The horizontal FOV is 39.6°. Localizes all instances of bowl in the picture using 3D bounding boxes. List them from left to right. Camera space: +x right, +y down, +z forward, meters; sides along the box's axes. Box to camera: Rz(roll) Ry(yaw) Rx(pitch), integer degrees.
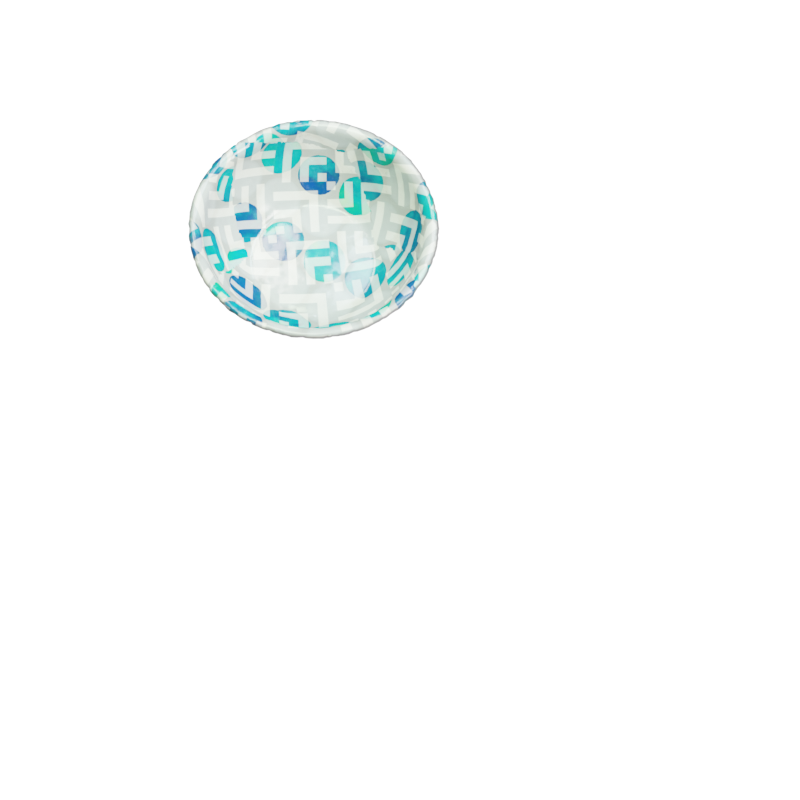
[{"bbox_3d":[-0.058,-0.105,0.739,0.162,0.172,0.052,-1,-26,-1],"label":"bowl"}]
